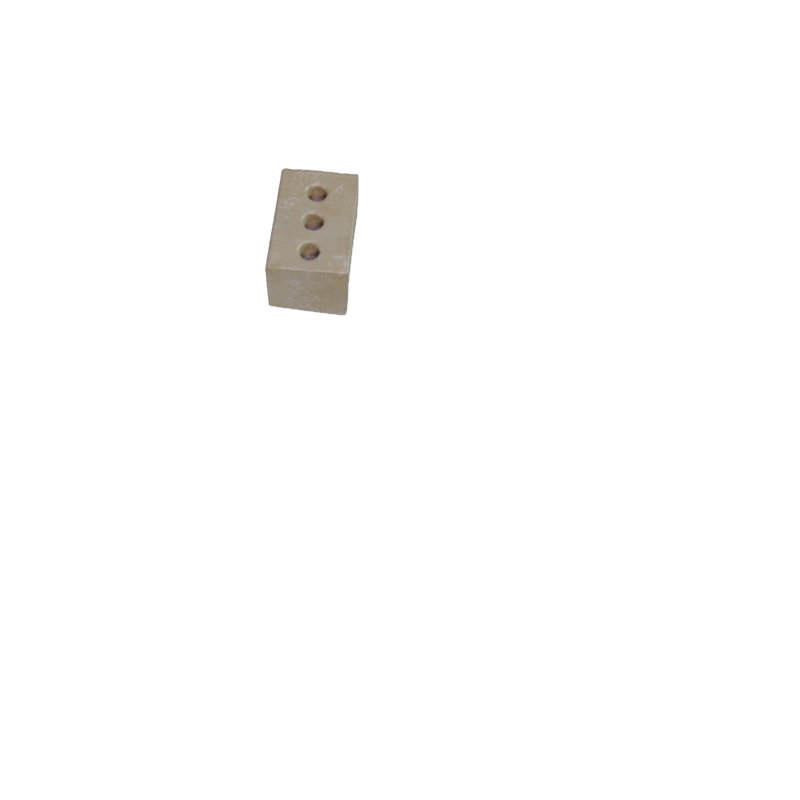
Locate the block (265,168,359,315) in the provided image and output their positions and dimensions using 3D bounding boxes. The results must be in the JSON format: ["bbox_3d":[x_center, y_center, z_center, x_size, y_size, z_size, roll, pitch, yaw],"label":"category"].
[{"bbox_3d":[-0.056,-0.103,0.719,0.053,0.083,0.048,5,-29,0],"label":"block"}]
